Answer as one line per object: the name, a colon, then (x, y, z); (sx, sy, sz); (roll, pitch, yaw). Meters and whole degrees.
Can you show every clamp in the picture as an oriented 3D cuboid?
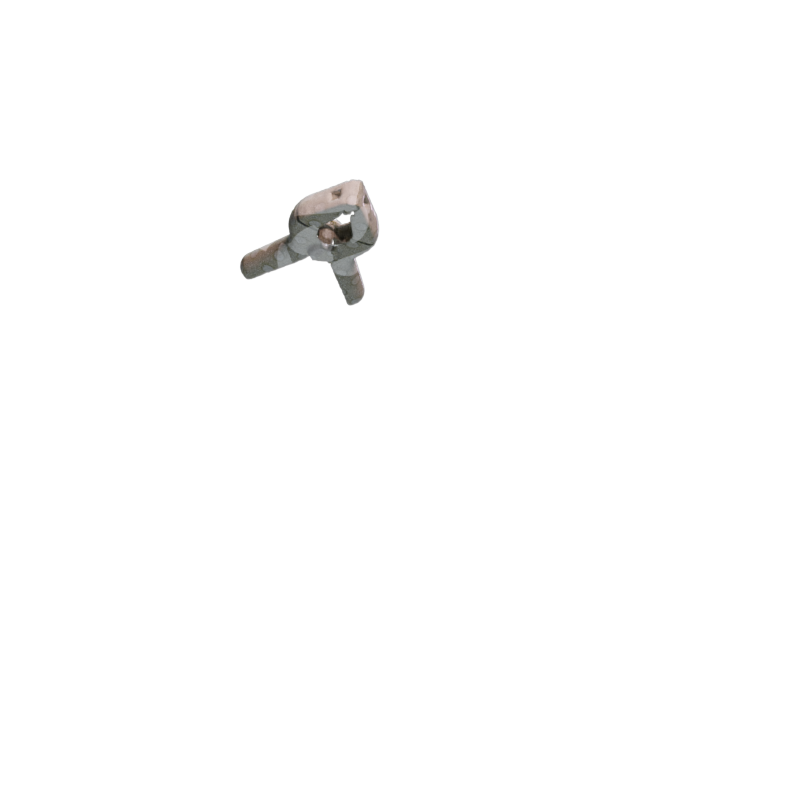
clamp: (-0.078, -0.142, 0.992); (0.118, 0.042, 0.163); (6, -30, -10)
